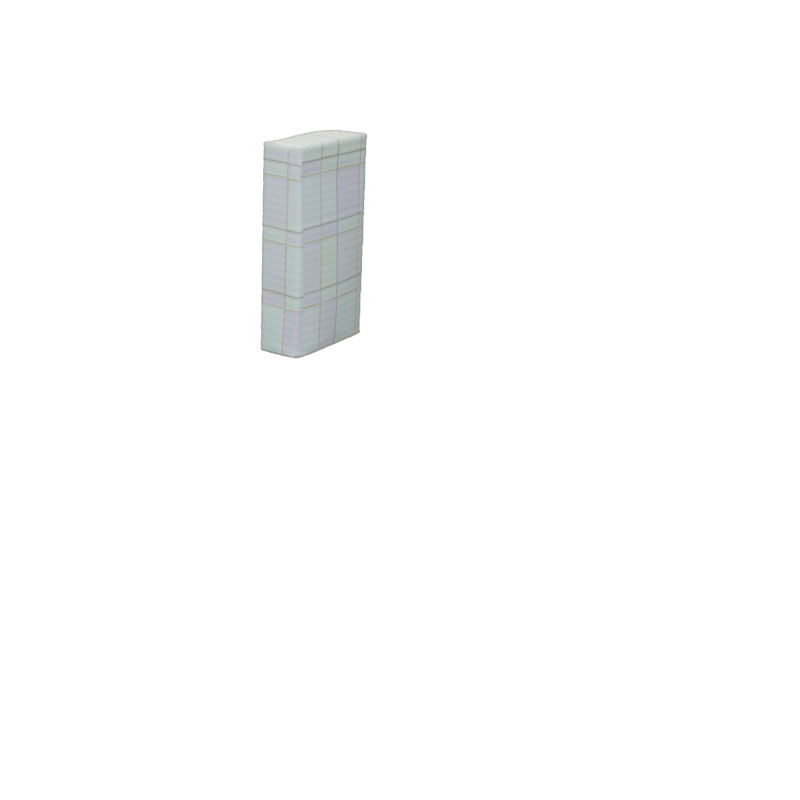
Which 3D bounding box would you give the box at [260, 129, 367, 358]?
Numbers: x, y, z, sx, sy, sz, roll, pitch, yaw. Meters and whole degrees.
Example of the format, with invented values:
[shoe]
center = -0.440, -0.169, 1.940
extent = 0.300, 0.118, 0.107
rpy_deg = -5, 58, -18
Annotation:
[box]
center = -0.072, -0.131, 0.914
extent = 0.050, 0.170, 0.092
rpy_deg = 10, 18, 33
